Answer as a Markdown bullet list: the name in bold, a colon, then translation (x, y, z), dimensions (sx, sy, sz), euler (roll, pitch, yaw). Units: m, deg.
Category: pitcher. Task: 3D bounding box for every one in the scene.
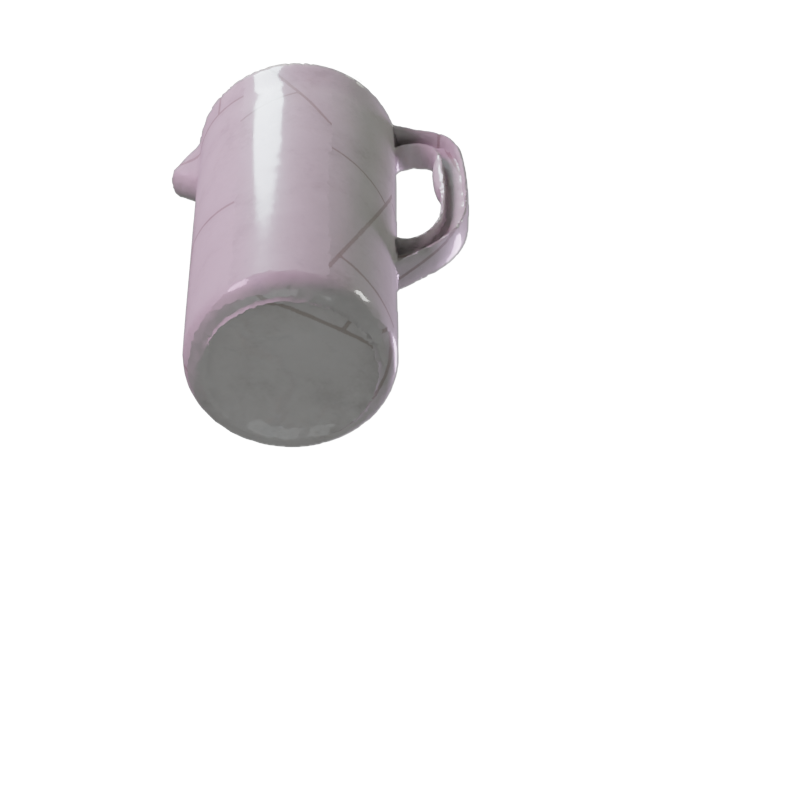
- **pitcher**: translation (-0.050, -0.092, 0.644), dimensions (0.138, 0.146, 0.260), euler (33, 28, -24)
